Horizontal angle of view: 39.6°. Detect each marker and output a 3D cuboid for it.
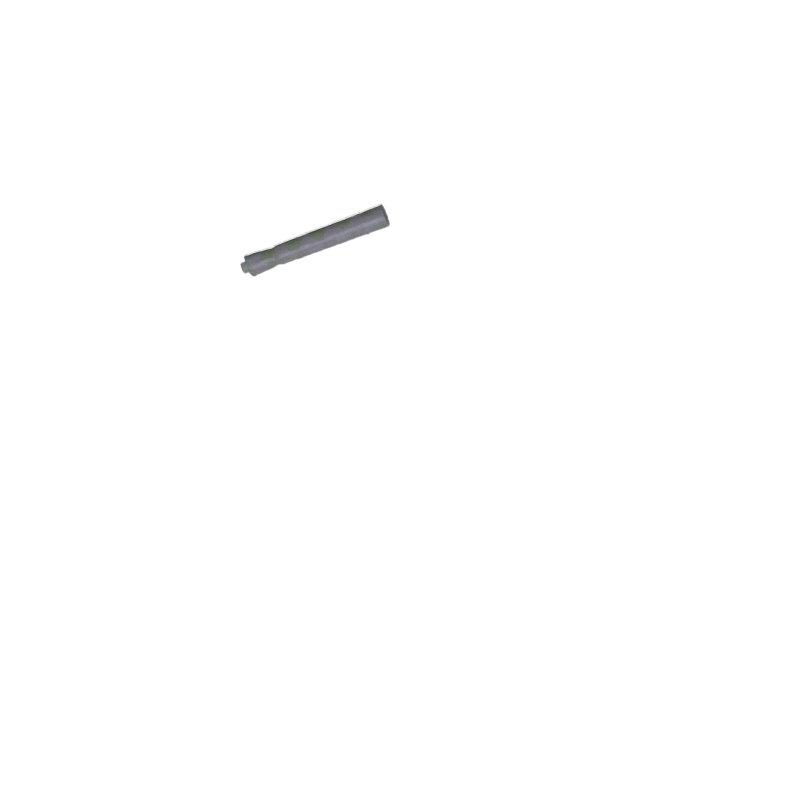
[{"bbox_3d":[-0.068,-0.123,0.862,0.121,0.020,0.020,-19,1,10],"label":"marker"}]
